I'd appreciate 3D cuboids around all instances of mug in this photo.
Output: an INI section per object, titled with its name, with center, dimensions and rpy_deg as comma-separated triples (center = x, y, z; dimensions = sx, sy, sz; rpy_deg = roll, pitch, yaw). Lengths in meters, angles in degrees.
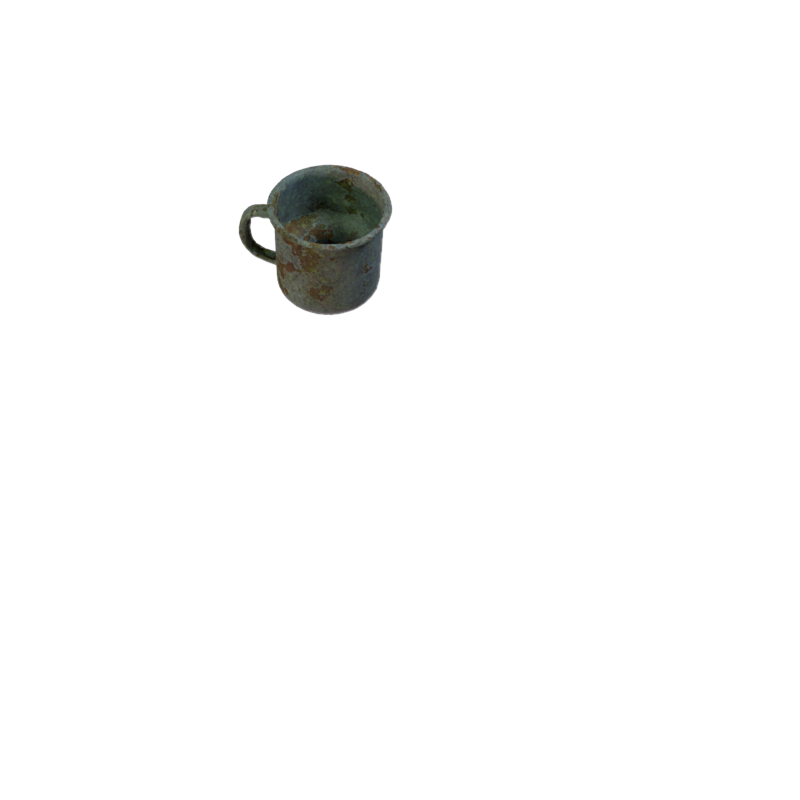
[mug]
center = -0.067, -0.121, 0.850
dimensions = 0.118, 0.099, 0.076
rpy_deg = 7, -42, 5
